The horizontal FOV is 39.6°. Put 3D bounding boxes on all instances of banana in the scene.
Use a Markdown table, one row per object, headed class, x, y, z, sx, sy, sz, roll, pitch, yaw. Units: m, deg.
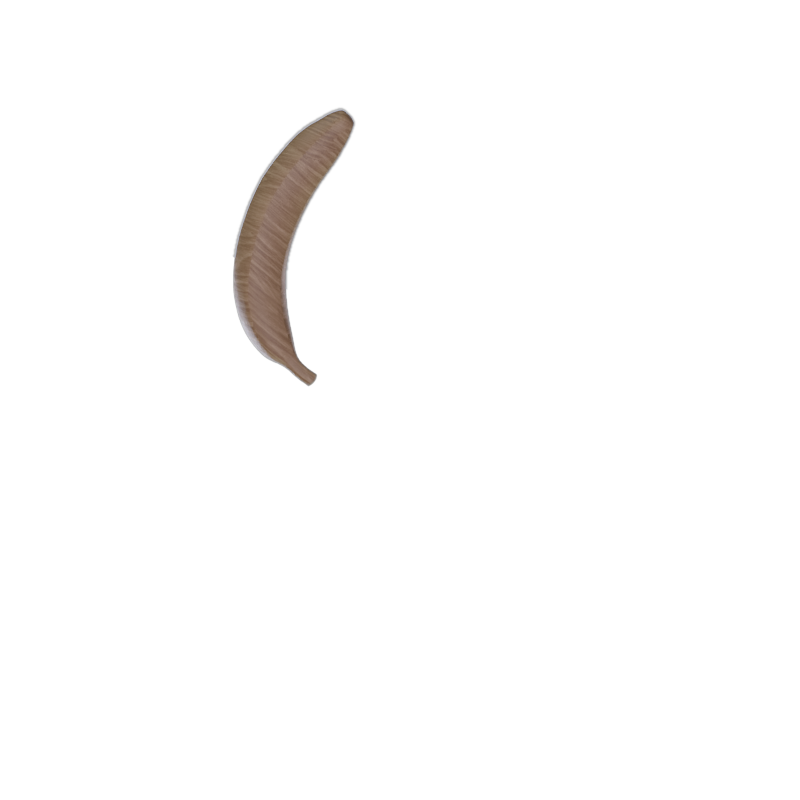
| class | x | y | z | sx | sy | sz | roll | pitch | yaw |
| --- | --- | --- | --- | --- | --- | --- | --- | --- | --- |
| banana | -0.080 | -0.109 | 0.775 | 0.069 | 0.191 | 0.038 | 8 | 17 | -4 |
